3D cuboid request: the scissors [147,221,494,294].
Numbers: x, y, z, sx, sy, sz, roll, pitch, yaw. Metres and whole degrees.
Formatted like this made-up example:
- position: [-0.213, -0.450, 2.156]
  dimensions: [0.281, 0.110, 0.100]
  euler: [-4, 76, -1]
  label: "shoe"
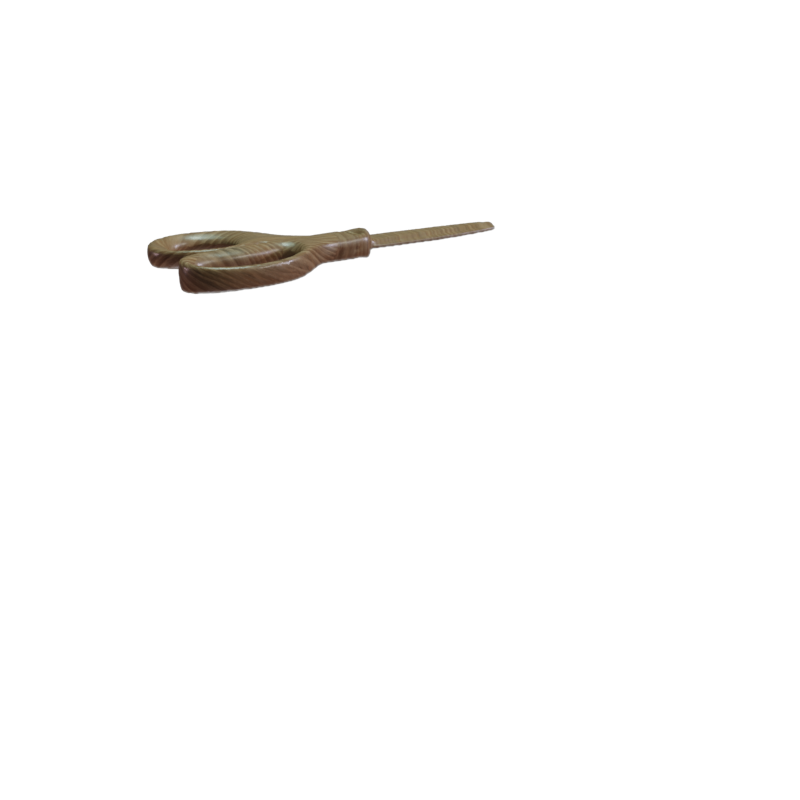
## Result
- position: [-0.045, -0.083, 0.580]
  dimensions: [0.101, 0.015, 0.198]
  euler: [15, 24, 36]
  label: "scissors"
